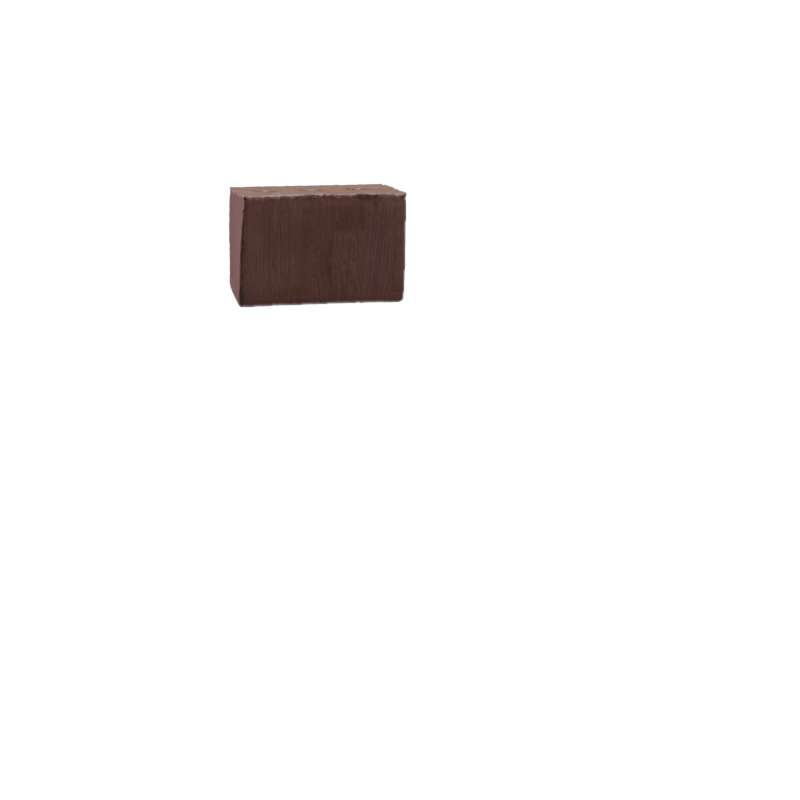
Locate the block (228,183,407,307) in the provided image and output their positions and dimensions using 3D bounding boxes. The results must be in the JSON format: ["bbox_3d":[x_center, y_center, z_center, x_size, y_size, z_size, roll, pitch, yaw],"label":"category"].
[{"bbox_3d":[-0.041,-0.075,0.526,0.077,0.050,0.055,-3,13,-13],"label":"block"}]
